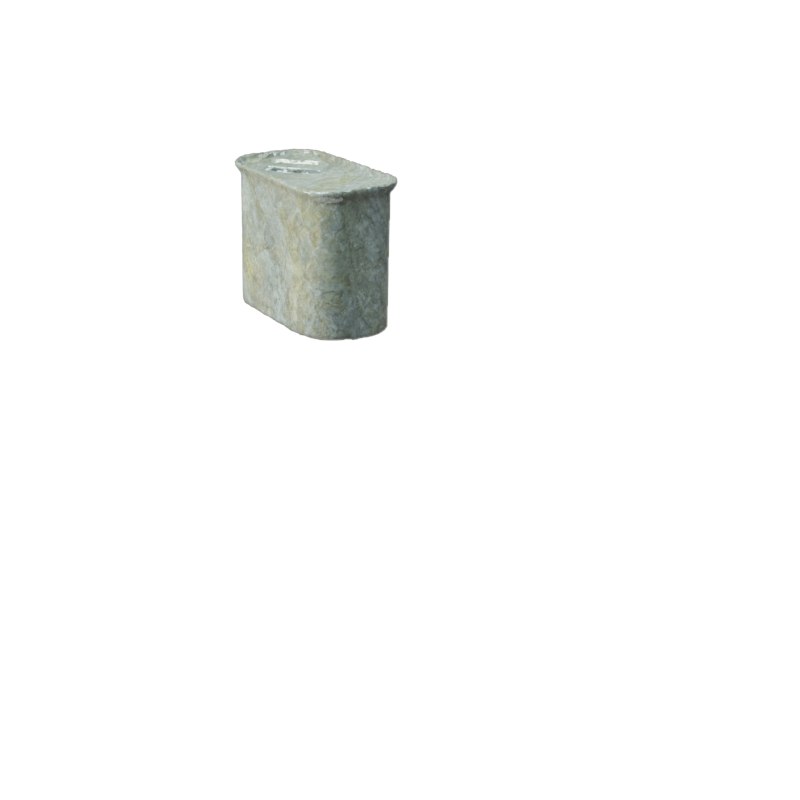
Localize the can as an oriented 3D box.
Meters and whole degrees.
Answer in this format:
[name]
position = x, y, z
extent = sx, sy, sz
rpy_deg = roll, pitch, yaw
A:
[can]
position = -0.048, -0.087, 0.611
extent = 0.056, 0.080, 0.109
rpy_deg = -12, 25, -32
